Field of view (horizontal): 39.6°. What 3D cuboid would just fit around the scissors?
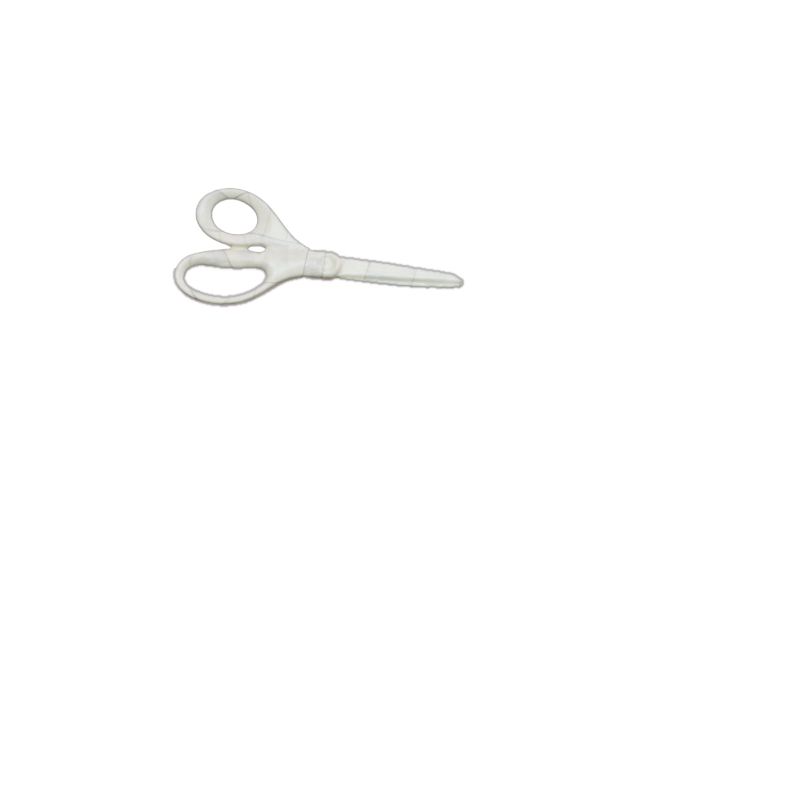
[{"bbox_3d":[-0.062,-0.113,0.795,0.201,0.101,0.015,-8,-18,-3],"label":"scissors"}]
